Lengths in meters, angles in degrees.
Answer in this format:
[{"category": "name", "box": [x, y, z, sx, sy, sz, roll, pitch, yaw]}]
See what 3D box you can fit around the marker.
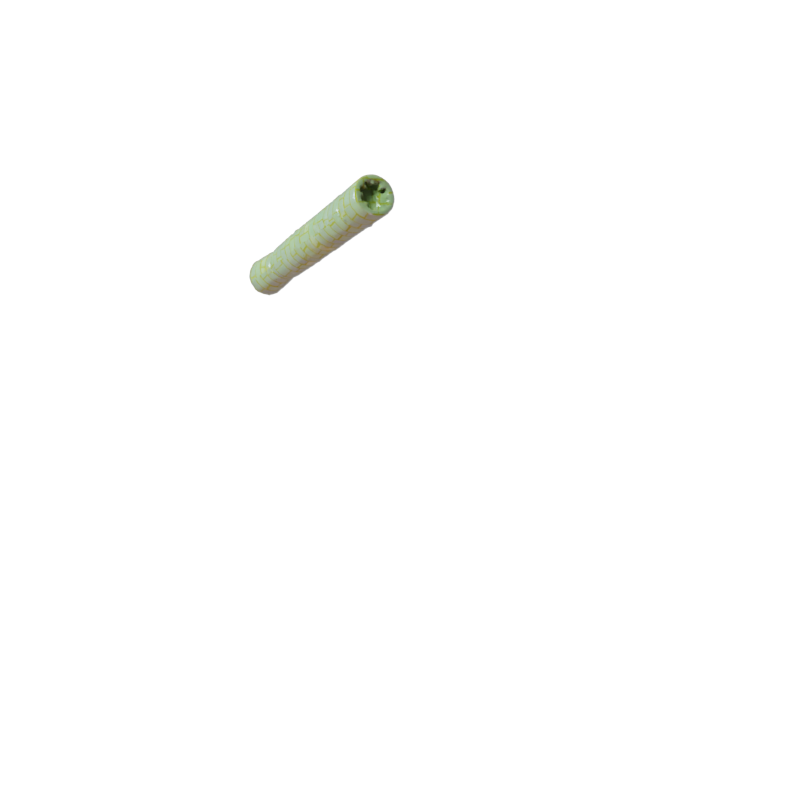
[{"category": "marker", "box": [-0.040, -0.072, 0.506, 0.019, 0.020, 0.121, -2, -11, -30]}]
